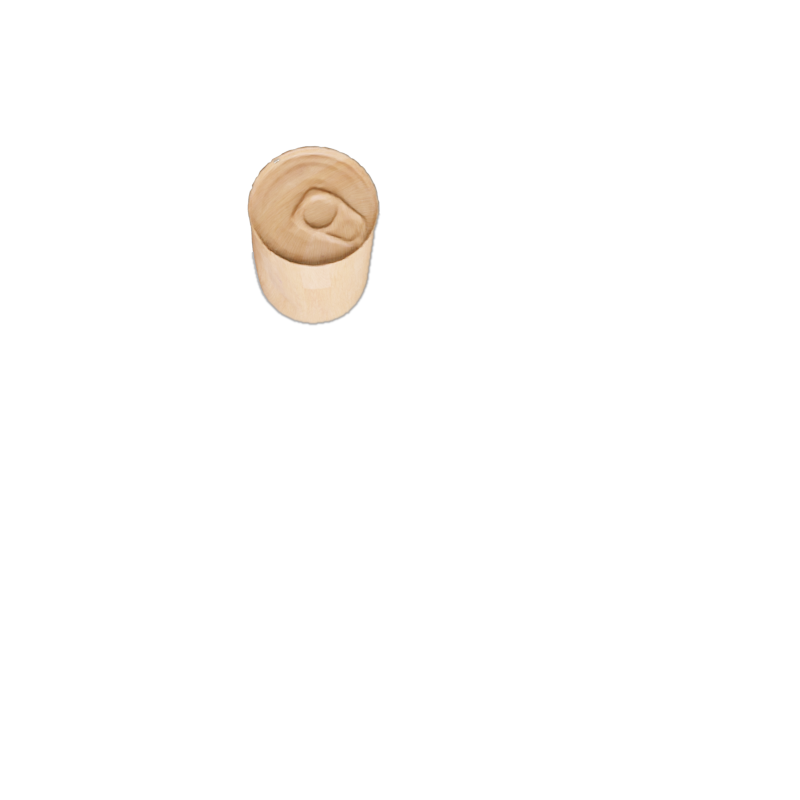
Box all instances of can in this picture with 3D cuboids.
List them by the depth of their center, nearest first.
[{"bbox_3d":[-0.048,-0.088,0.615,0.068,0.072,0.098,0,-17,-3],"label":"can"}]
